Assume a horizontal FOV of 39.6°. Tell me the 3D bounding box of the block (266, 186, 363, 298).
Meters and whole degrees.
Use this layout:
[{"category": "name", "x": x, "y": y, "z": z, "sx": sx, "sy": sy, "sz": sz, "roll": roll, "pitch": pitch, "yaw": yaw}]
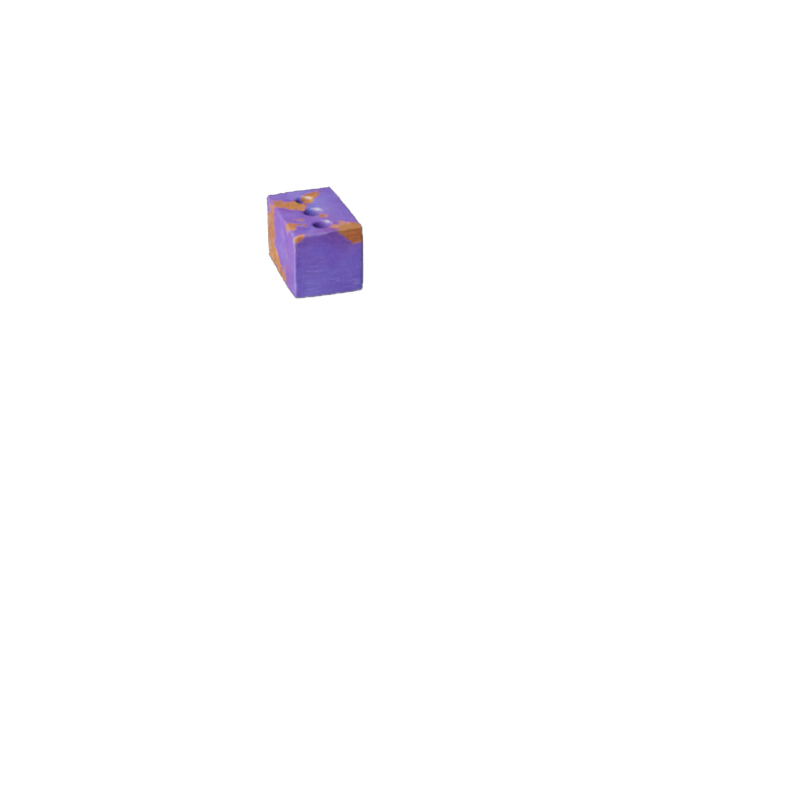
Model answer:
[{"category": "block", "x": -0.064, "y": -0.117, "z": 0.820, "sx": 0.052, "sy": 0.048, "sz": 0.084, "roll": -10, "pitch": 33, "yaw": -18}]
